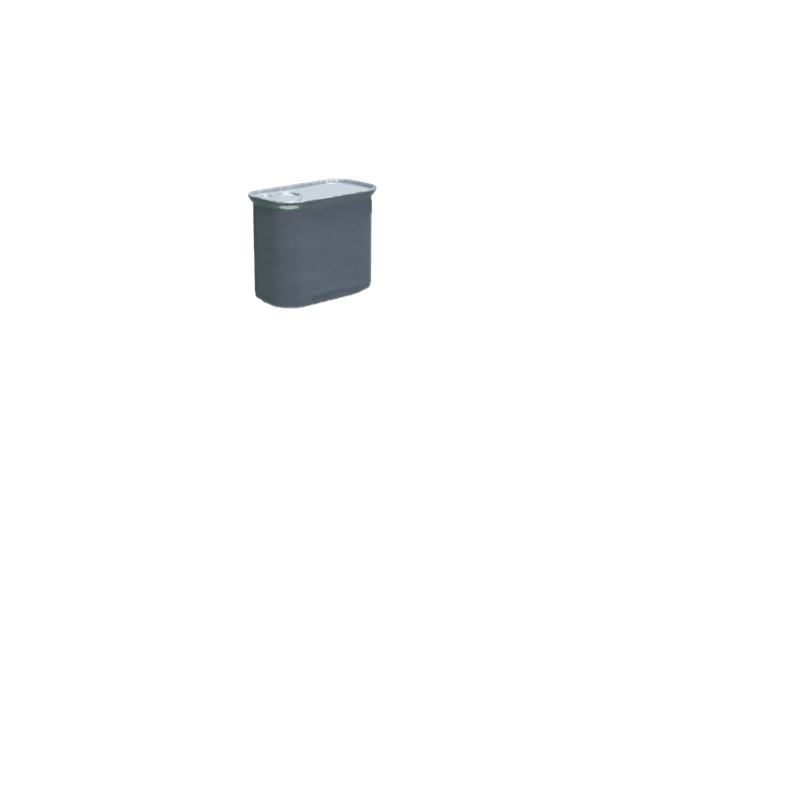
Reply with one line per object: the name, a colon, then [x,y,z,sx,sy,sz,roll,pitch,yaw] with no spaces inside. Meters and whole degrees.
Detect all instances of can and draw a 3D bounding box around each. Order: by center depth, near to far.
can: [-0.068,-0.124,0.867,0.100,0.081,0.061,-16,23,-41]
